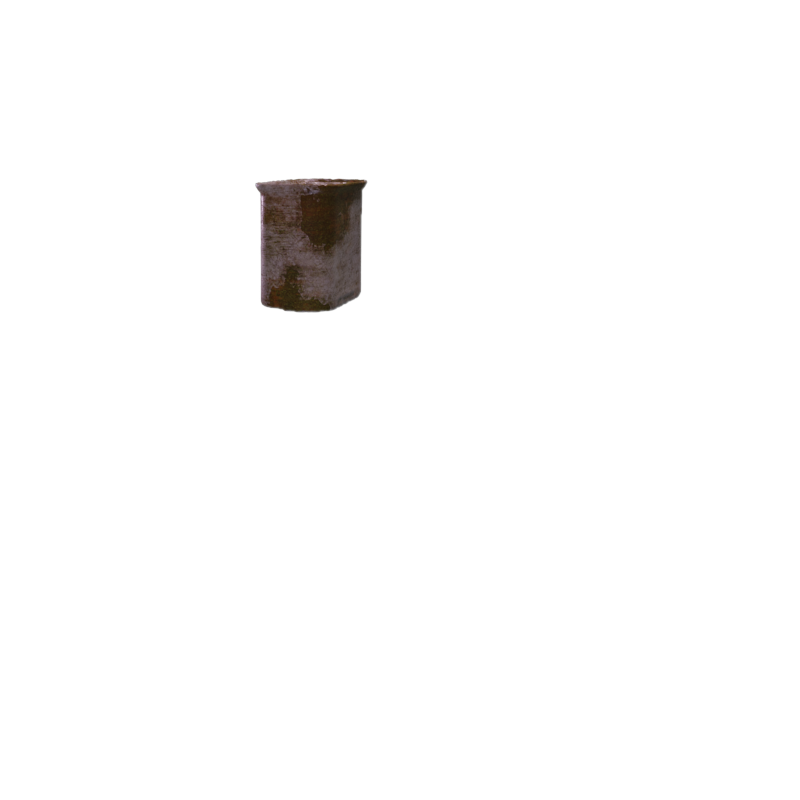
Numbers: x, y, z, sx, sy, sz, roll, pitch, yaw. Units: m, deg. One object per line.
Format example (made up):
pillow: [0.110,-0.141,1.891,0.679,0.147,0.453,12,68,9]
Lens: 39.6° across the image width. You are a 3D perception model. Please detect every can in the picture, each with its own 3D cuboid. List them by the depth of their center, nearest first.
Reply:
can: [-0.060,-0.109,0.761,0.059,0.082,0.102,2,10,15]
